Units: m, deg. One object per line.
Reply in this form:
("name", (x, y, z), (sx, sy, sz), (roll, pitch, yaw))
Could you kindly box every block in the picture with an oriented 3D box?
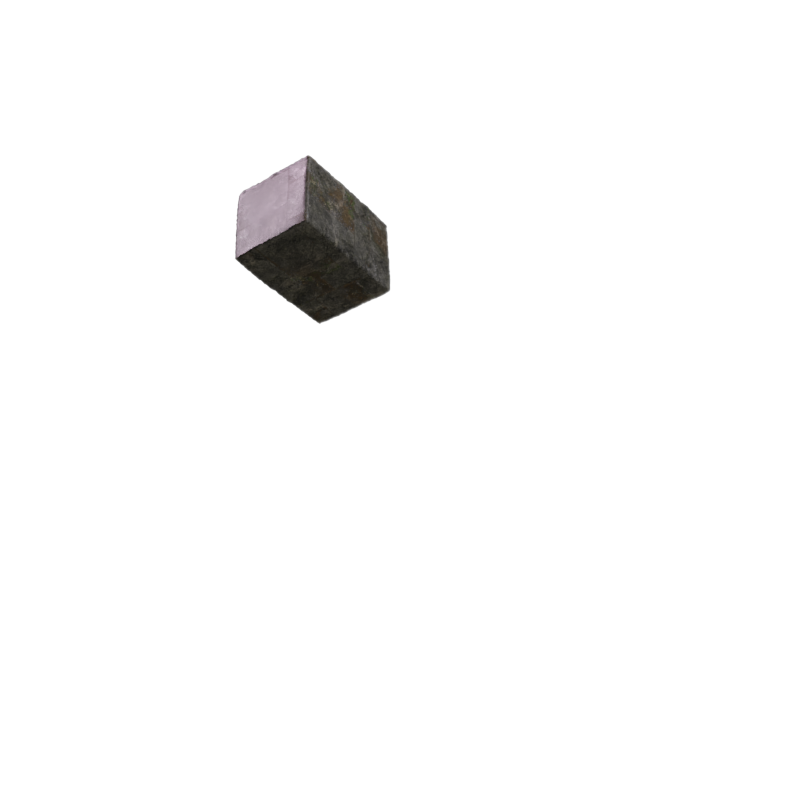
("block", (-0.049, -0.089, 0.626), (0.053, 0.055, 0.072), (-25, -43, 28))
